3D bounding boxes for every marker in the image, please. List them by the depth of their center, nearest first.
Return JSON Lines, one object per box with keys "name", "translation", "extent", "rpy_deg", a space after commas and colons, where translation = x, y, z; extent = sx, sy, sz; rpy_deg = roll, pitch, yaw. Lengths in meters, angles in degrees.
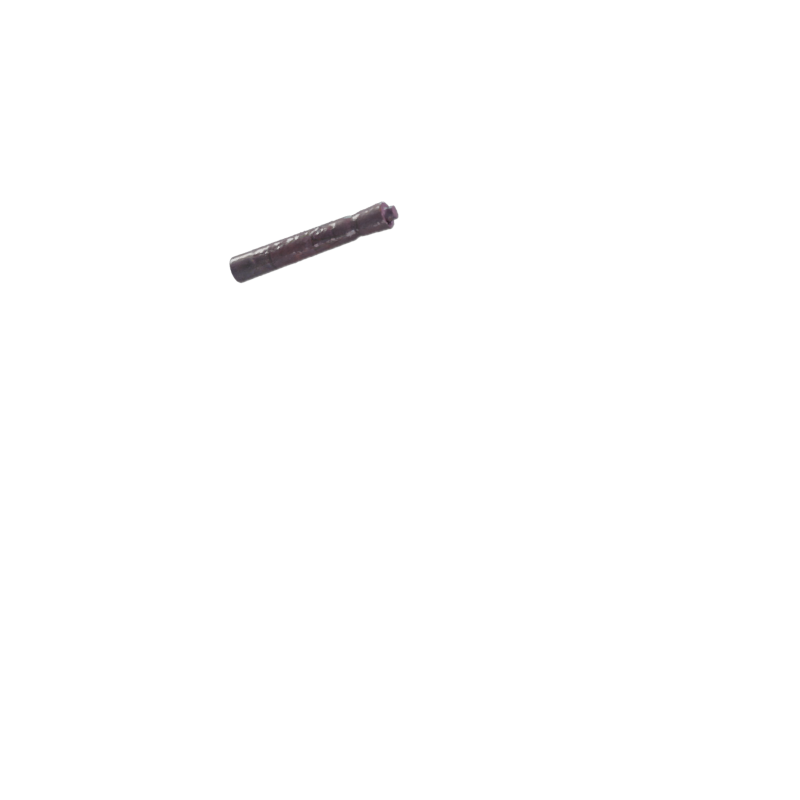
{"name": "marker", "translation": [-0.057, -0.104, 0.731], "extent": [0.122, 0.020, 0.019], "rpy_deg": [-17, -3, 22]}
